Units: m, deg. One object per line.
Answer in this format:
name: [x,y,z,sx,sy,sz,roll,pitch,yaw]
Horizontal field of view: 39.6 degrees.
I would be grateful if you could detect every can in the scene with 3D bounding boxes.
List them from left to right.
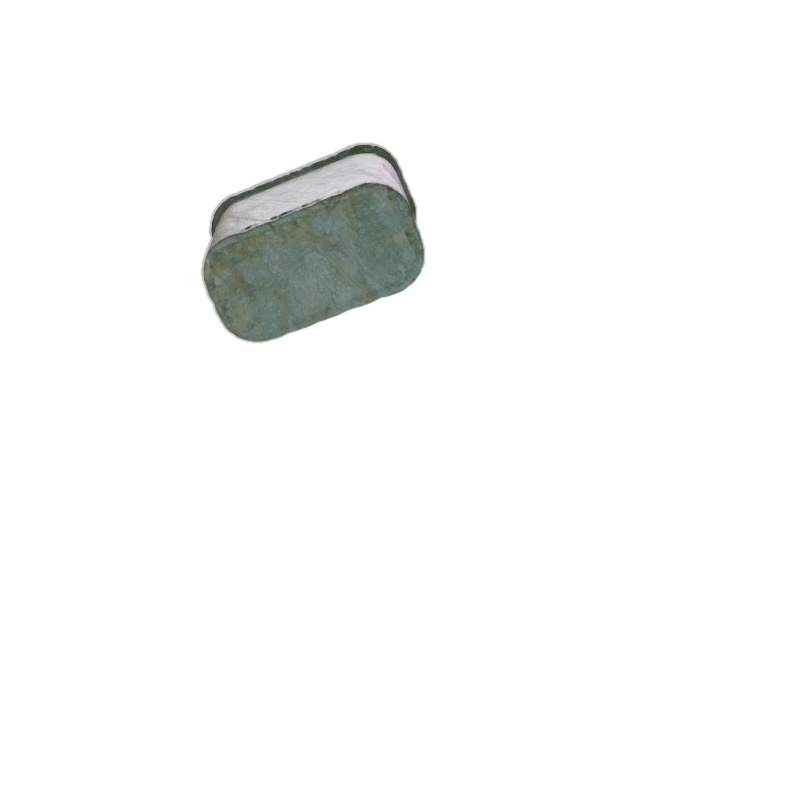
can: [-0.041,-0.074,0.521,0.102,0.055,0.087,-21,19,5]
